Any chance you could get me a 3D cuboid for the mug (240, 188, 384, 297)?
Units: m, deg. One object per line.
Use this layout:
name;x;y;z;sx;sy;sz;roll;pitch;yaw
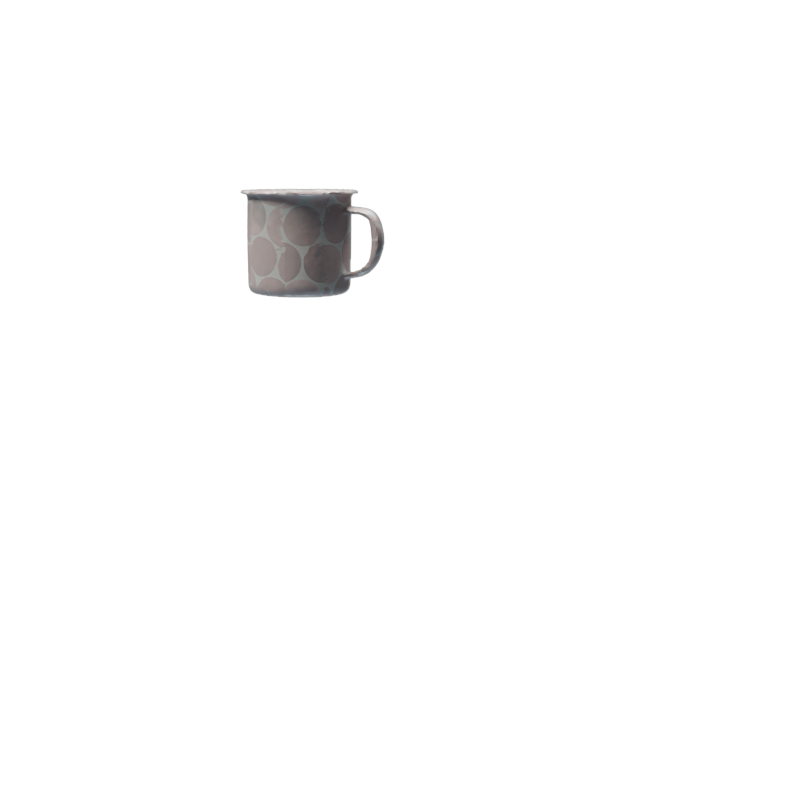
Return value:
mug;-0.068;-0.125;0.873;0.120;0.080;0.092;4;9;19
